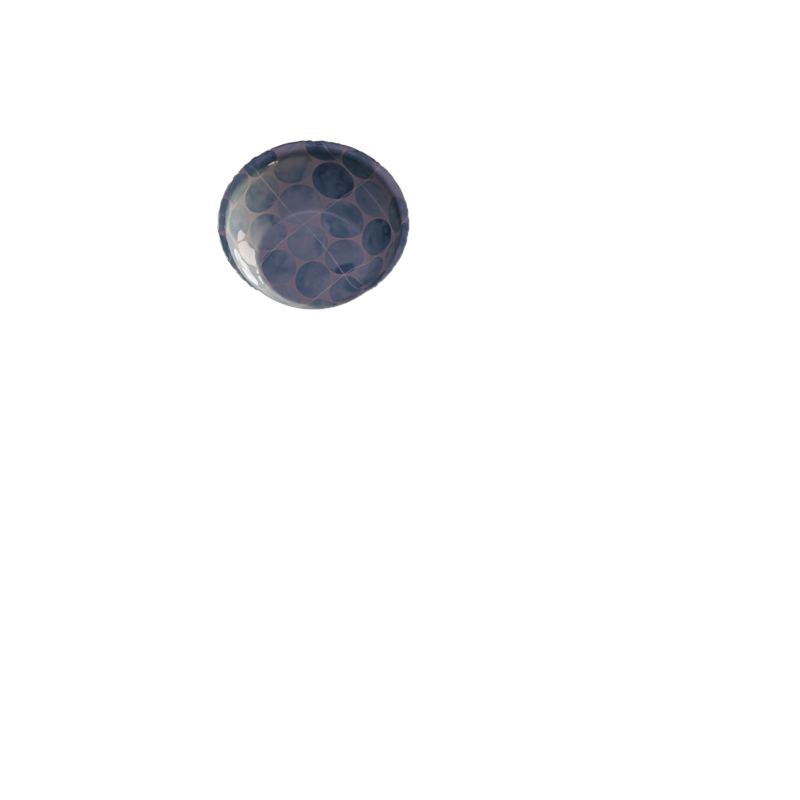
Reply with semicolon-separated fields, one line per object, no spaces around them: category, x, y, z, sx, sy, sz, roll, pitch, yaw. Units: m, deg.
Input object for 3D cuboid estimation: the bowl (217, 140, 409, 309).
bowl;-0.071;-0.130;0.912;0.162;0.152;0.059;1;33;-1
